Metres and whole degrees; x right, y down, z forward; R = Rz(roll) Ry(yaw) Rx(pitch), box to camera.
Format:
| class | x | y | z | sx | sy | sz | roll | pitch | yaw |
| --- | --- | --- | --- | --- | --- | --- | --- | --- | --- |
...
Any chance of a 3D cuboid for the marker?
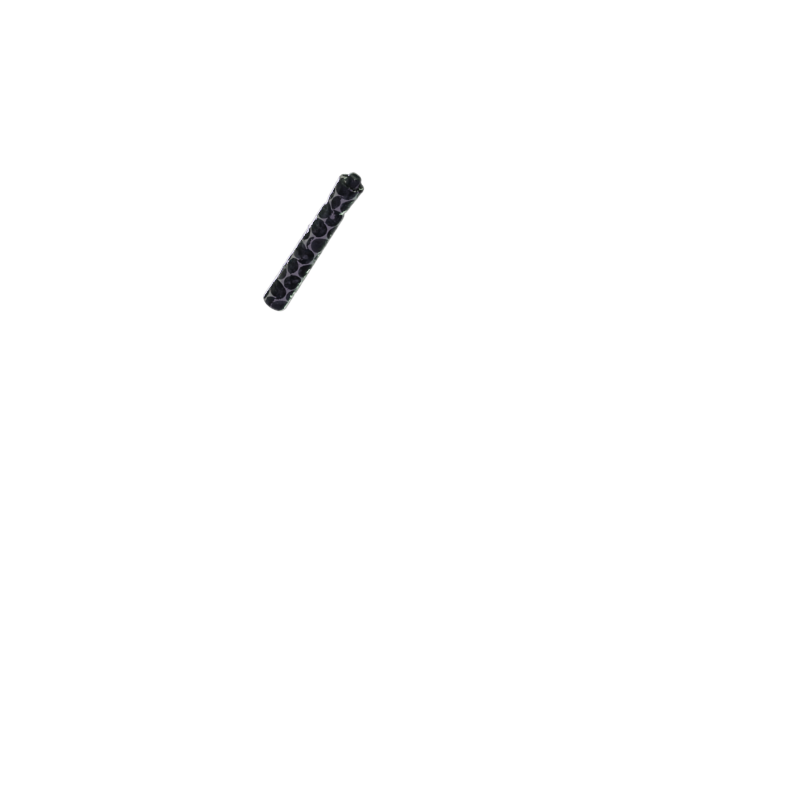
| class | x | y | z | sx | sy | sz | roll | pitch | yaw |
| --- | --- | --- | --- | --- | --- | --- | --- | --- | --- |
| marker | -0.059 | -0.108 | 0.759 | 0.019 | 0.117 | 0.021 | 23 | 36 | -21 |
